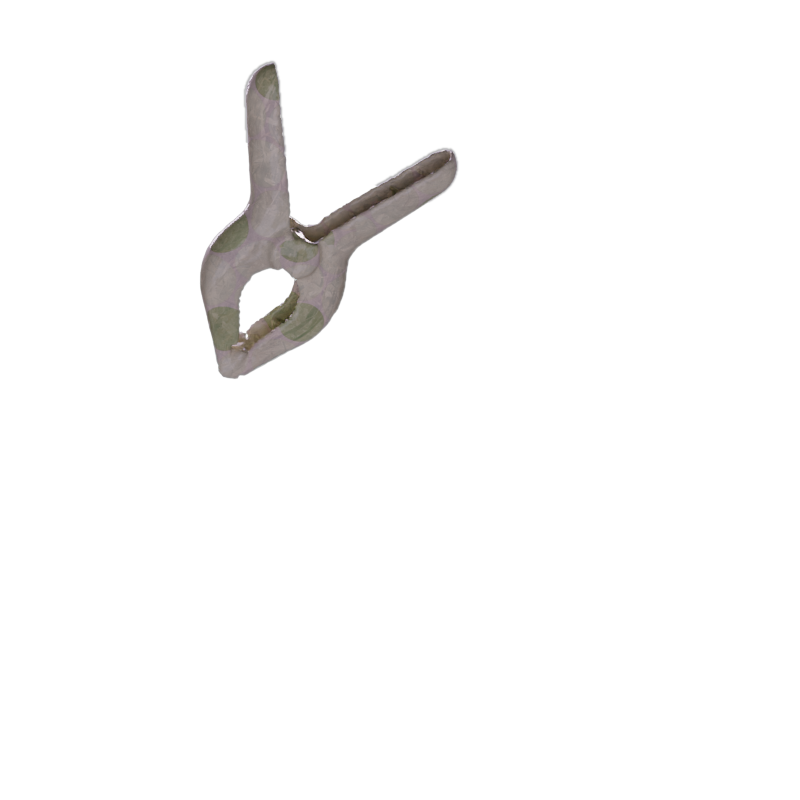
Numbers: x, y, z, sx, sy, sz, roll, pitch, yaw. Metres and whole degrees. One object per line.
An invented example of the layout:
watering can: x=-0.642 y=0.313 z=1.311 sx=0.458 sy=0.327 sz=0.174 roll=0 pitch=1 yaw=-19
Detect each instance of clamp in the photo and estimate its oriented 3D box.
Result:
clamp: x=-0.047 y=-0.085 z=0.598 sx=0.118 sy=0.165 sz=0.041 roll=19 pitch=22 yaw=-8
